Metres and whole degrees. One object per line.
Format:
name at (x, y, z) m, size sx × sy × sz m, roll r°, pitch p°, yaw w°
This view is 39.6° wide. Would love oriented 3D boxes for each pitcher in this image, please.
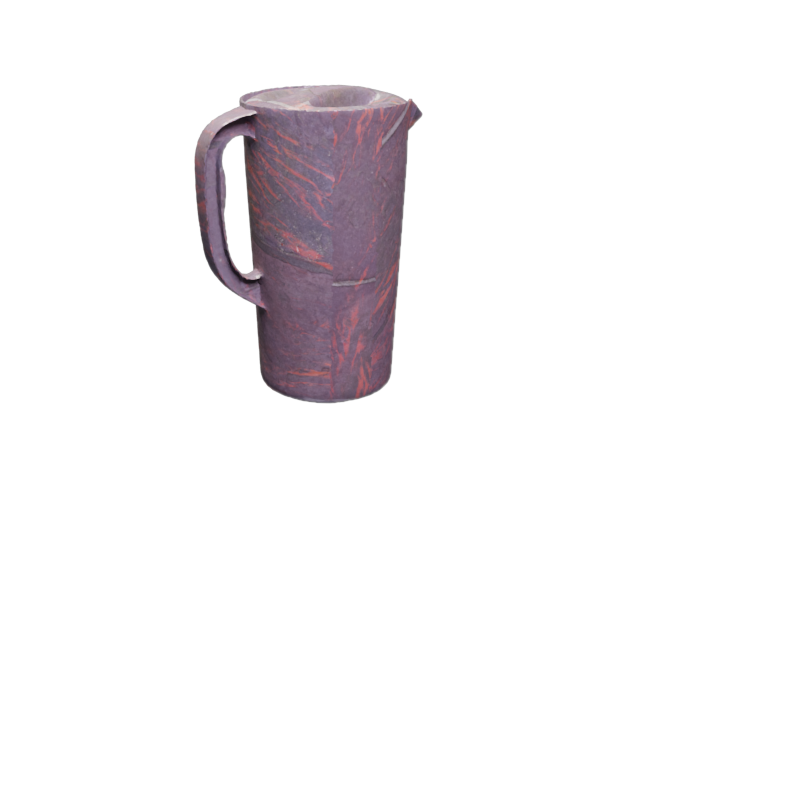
pitcher at (-0.069, -0.125, 0.877) m, size 0.153 × 0.234 × 0.147 m, roll 6°, pitch 18°, yaw 14°
